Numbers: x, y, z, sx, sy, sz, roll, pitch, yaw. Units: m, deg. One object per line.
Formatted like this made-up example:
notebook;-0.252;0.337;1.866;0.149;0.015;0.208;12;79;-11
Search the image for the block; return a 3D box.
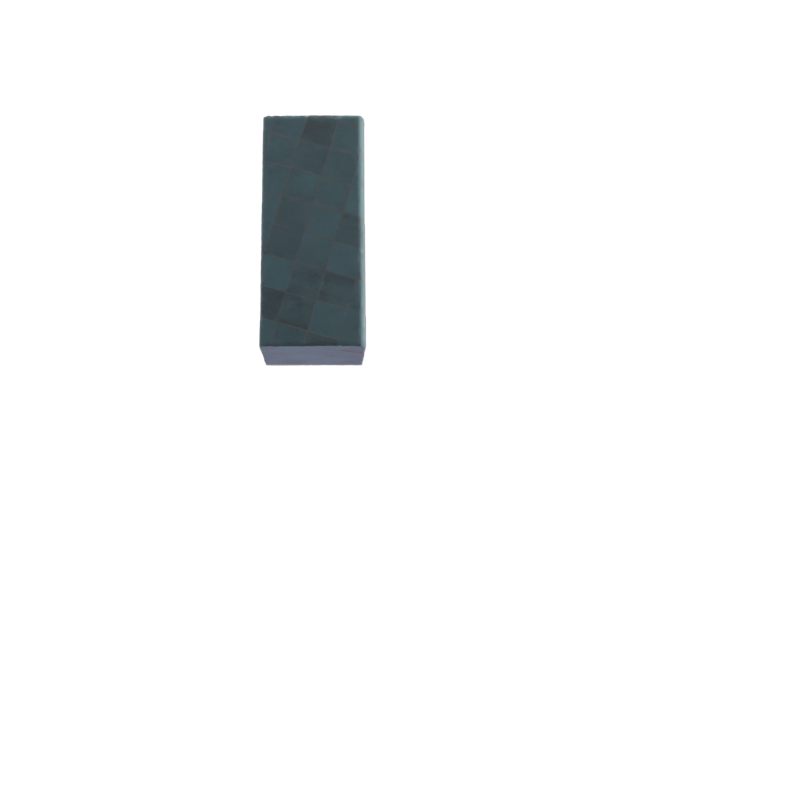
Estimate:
block;-0.076;-0.141;0.984;0.090;0.214;0.087;-1;-15;-2
